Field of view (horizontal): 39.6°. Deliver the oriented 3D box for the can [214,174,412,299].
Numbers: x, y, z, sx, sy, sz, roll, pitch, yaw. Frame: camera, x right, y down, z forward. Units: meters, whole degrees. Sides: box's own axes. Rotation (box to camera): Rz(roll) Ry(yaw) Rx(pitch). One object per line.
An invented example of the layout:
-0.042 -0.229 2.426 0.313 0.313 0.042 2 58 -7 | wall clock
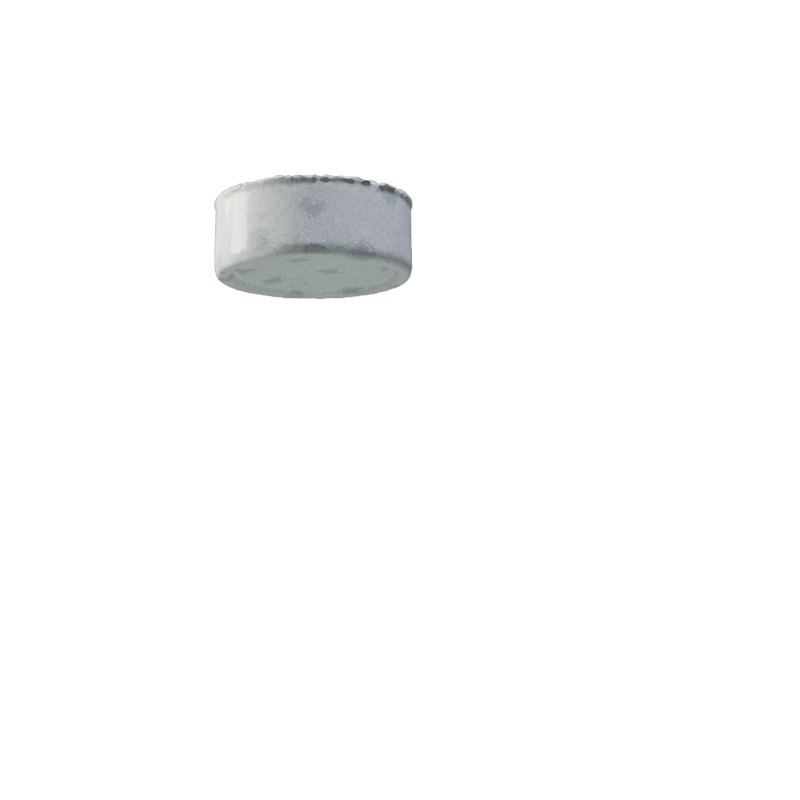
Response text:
-0.037 -0.068 0.476 0.086 0.035 0.084 0 -8 -2 | can
